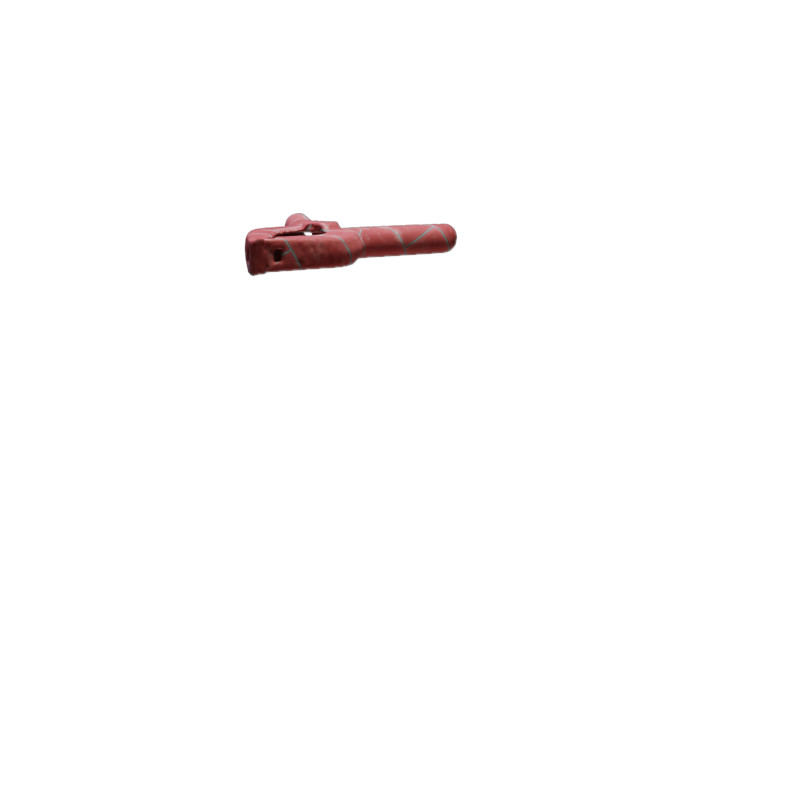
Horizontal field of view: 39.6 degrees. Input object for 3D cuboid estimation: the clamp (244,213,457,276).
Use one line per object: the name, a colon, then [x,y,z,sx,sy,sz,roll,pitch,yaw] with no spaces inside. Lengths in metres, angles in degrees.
clamp: [-0.072,-0.131,0.916,0.172,0.035,0.206,9,17,32]
